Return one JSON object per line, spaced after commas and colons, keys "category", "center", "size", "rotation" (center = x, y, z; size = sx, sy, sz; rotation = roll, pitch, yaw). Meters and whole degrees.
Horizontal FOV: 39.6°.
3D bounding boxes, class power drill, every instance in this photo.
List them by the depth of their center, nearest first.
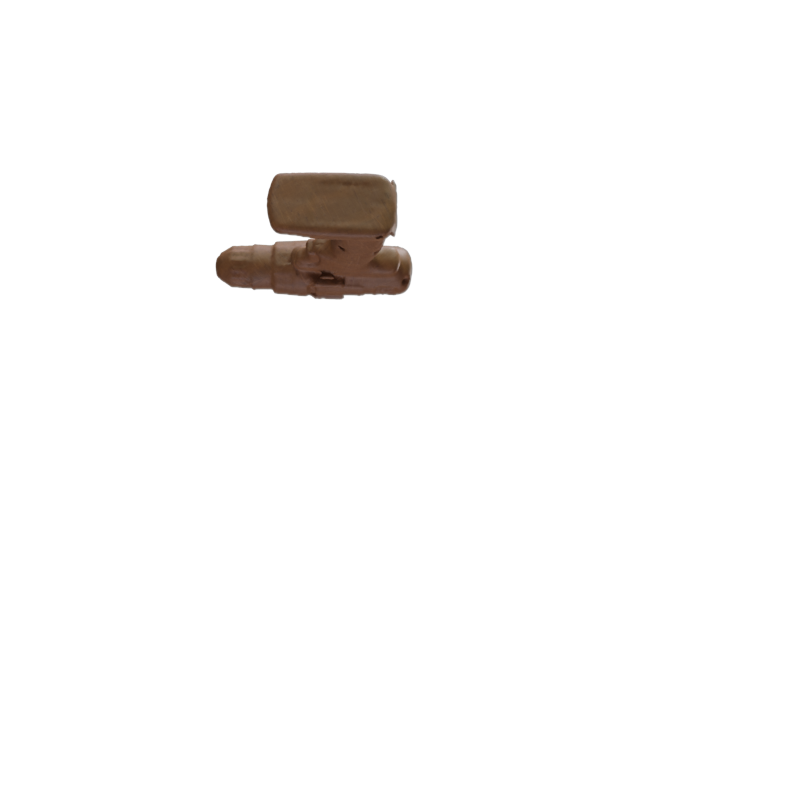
{"category": "power drill", "center": [-0.077, -0.140, 0.978], "size": [0.184, 0.060, 0.181], "rotation": [0, -13, -2]}
